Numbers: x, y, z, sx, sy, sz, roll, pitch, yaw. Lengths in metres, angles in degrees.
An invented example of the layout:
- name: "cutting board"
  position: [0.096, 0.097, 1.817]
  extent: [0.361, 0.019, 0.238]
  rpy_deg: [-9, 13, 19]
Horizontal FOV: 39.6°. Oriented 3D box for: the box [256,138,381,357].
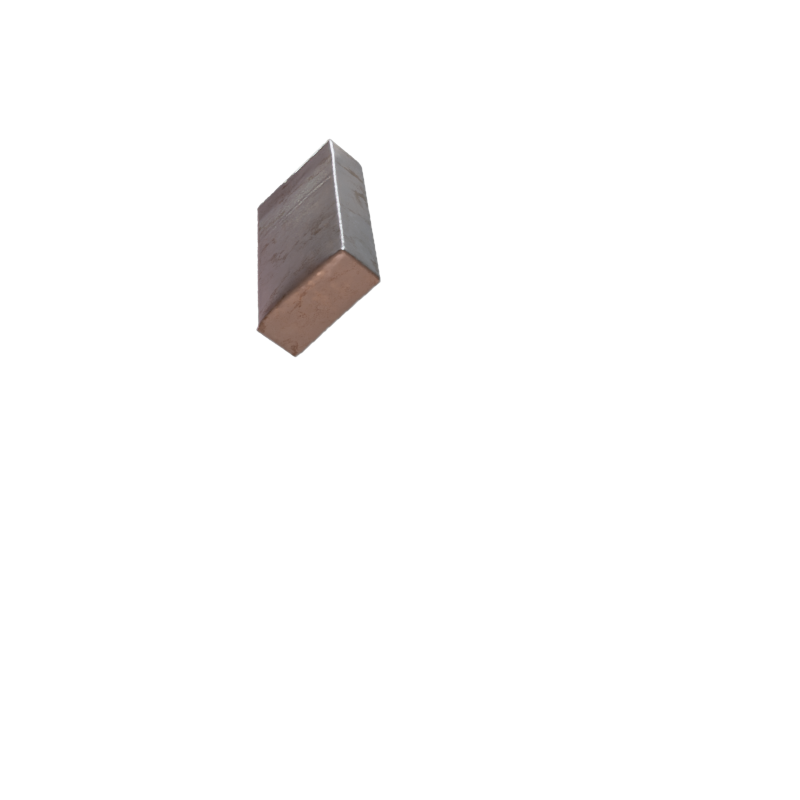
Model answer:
- name: "box"
  position: [-0.066, -0.122, 0.854]
  extent: [0.045, 0.092, 0.188]
  rpy_deg: [39, 25, -27]
